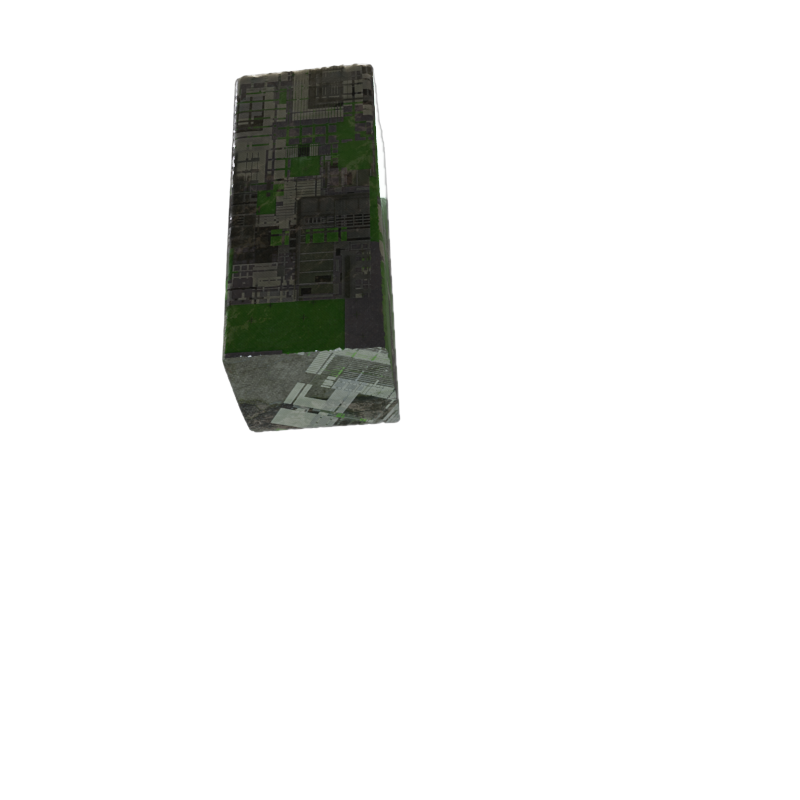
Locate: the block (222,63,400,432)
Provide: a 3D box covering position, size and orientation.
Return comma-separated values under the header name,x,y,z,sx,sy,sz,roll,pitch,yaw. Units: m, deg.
name,x,y,z,sx,sy,sz,roll,pitch,yaw
block,-0.053,-0.096,0.672,0.091,0.220,0.084,-5,-33,4
